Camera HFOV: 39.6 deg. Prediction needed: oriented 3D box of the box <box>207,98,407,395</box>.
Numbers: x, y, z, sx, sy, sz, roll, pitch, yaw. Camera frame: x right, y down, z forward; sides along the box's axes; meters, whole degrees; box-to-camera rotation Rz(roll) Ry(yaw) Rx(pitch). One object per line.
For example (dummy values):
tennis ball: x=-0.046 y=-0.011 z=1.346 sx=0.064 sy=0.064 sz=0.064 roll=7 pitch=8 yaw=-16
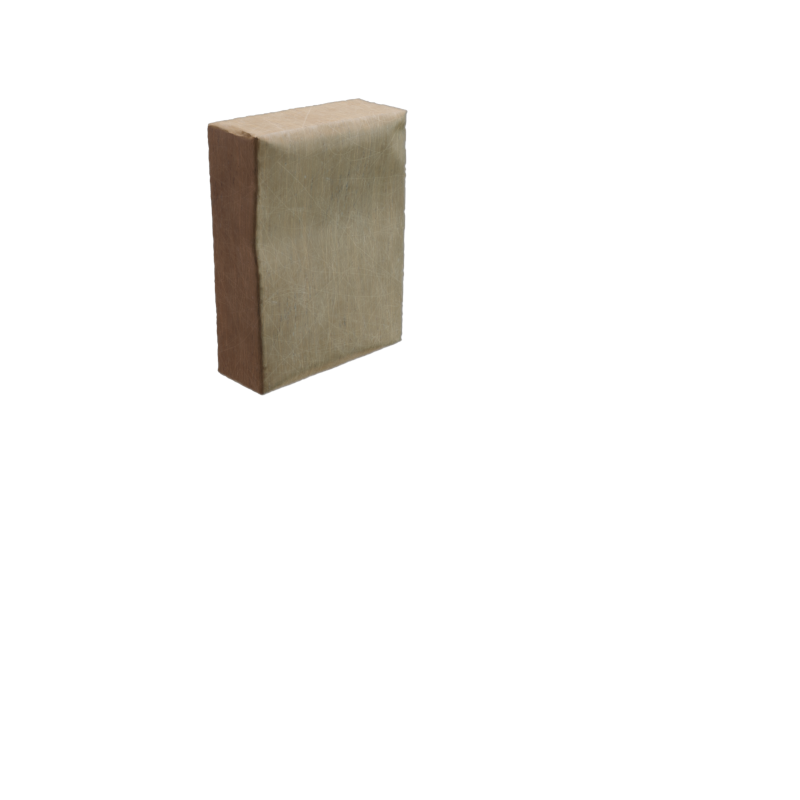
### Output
box: x=-0.072 y=-0.131 z=0.920 sx=0.161 sy=0.204 sz=0.076 roll=-18 pitch=28 yaw=-40
